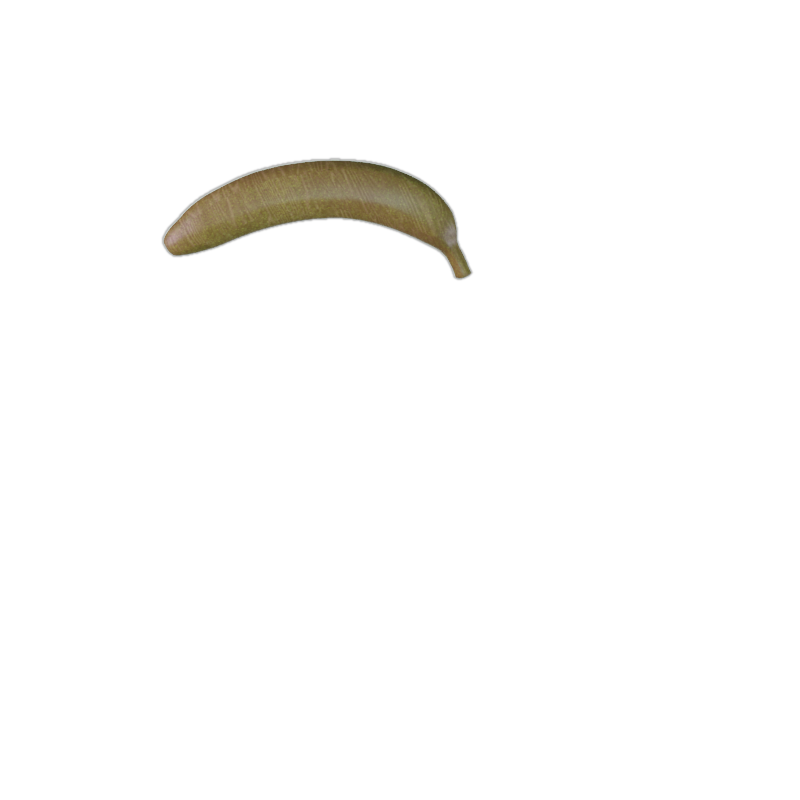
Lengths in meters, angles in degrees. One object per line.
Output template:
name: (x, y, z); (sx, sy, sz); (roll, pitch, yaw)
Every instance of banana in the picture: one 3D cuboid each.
banana: (-0.049, -0.118, 0.700); (0.198, 0.070, 0.036); (5, -2, 0)
